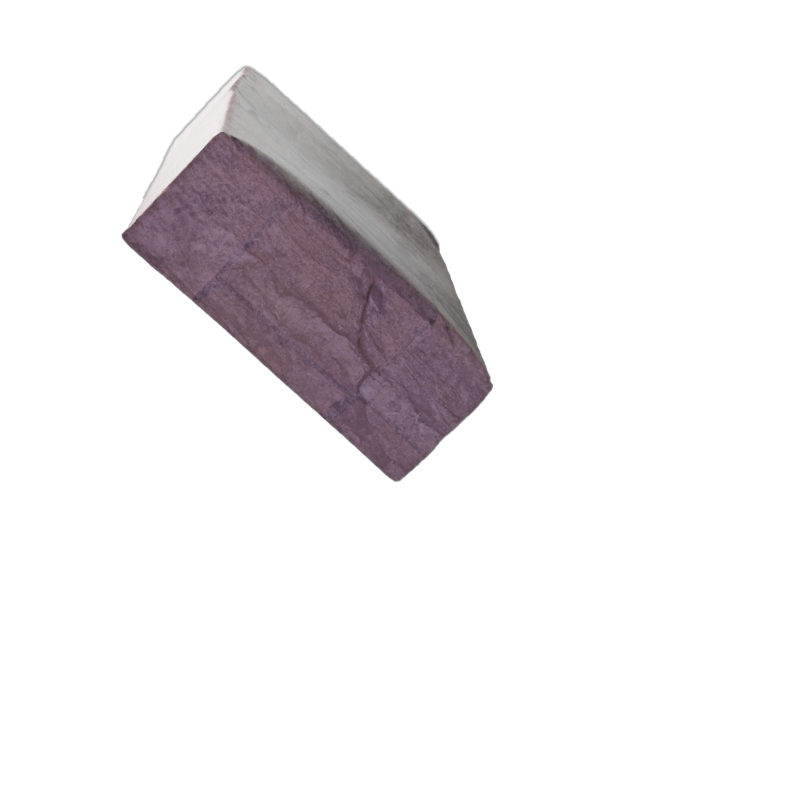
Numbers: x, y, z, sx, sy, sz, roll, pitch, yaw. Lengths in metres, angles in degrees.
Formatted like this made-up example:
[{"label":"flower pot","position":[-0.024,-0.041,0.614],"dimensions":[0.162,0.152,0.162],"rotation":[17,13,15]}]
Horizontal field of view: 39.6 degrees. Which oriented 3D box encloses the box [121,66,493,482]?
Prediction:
[{"label":"box","position":[-0.044,-0.080,0.559],"dimensions":[0.158,0.071,0.224],"rotation":[41,15,-17]}]
